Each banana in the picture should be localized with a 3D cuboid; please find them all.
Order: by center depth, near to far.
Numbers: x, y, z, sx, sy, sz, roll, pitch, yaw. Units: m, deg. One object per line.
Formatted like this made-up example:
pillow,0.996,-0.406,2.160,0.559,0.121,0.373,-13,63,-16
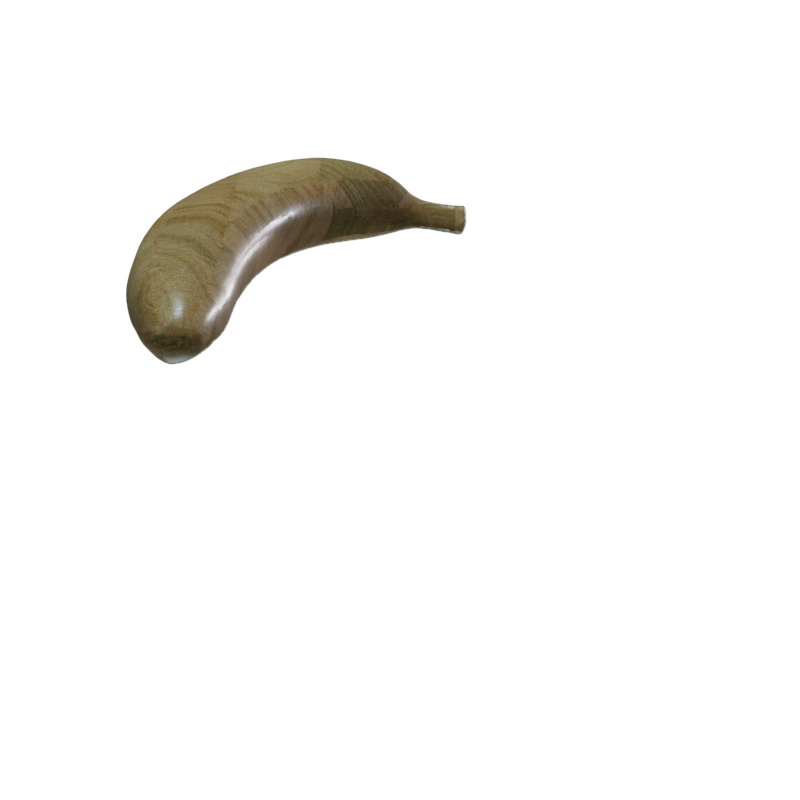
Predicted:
banana,-0.045,-0.060,0.398,0.072,0.035,0.198,11,25,26
